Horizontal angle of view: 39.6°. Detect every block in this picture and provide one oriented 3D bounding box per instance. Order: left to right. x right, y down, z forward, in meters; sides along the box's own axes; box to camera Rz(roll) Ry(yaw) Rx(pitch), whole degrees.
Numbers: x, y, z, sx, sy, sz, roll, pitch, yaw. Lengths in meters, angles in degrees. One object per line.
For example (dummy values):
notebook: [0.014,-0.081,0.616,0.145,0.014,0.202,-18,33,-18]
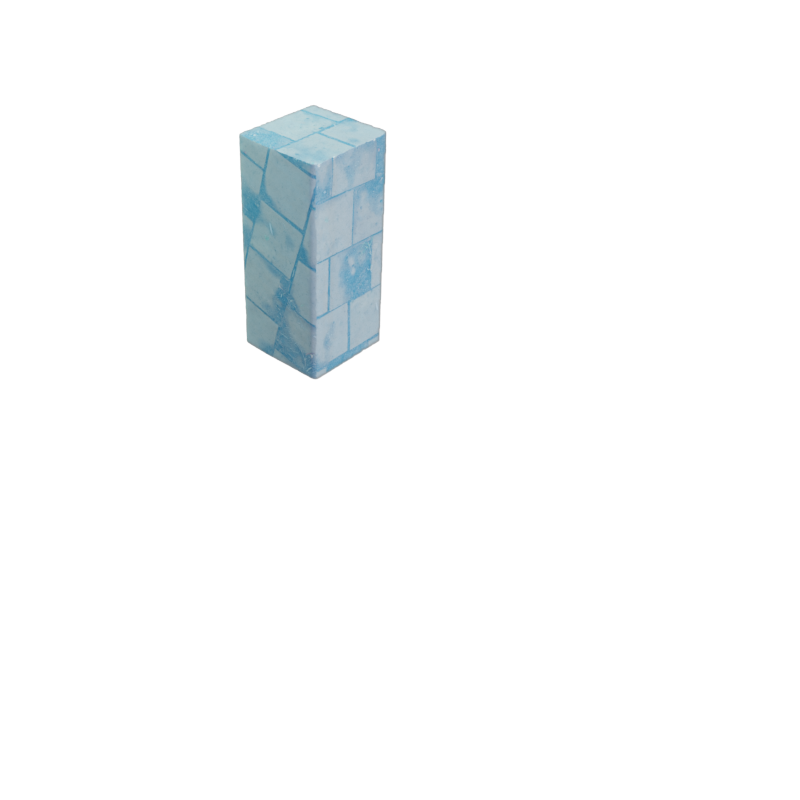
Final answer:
block: [-0.075,-0.136,0.958,0.096,0.194,0.091,27,39,34]
